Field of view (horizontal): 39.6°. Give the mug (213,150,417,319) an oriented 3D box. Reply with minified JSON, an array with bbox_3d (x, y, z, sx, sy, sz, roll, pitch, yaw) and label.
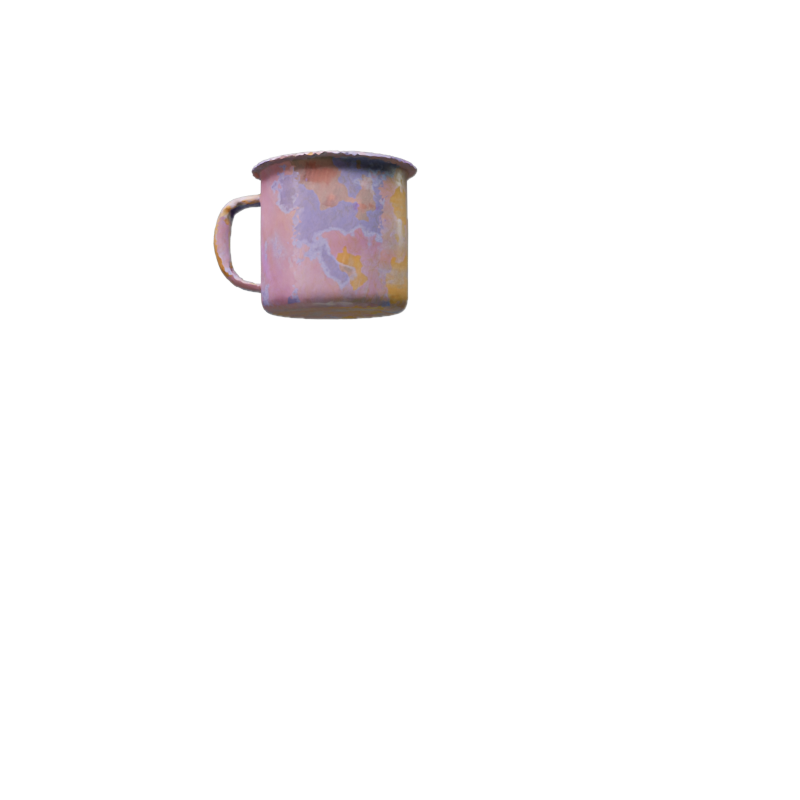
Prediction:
[{"bbox_3d":[-0.049,-0.089,0.620,0.119,0.083,0.090,-1,-5,11],"label":"mug"}]
